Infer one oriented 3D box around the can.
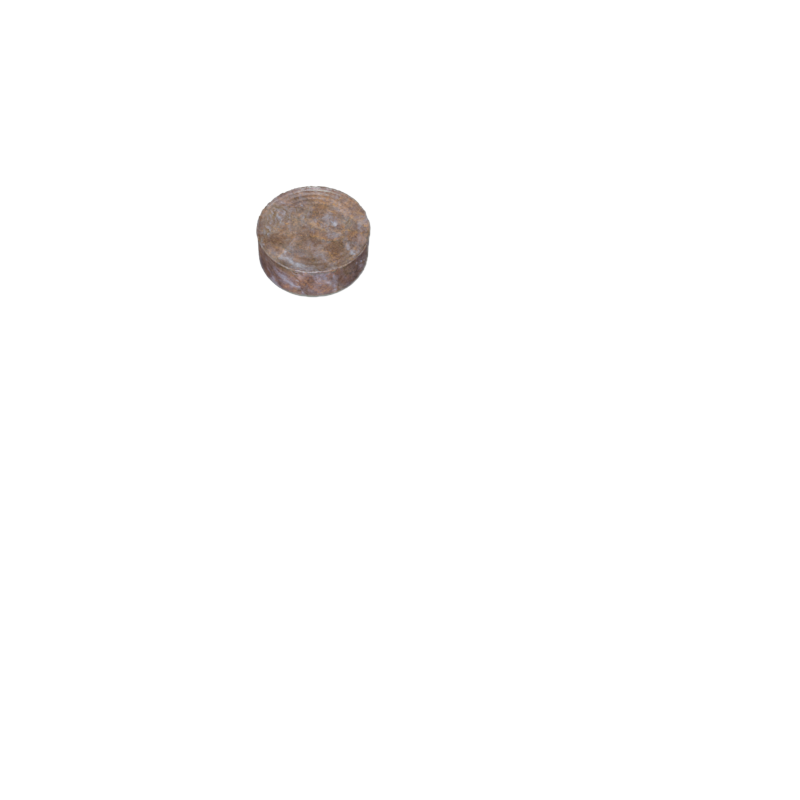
[{"bbox_3d":[-0.066,-0.120,0.844,0.086,0.092,0.031,-1,-37,-1],"label":"can"}]
